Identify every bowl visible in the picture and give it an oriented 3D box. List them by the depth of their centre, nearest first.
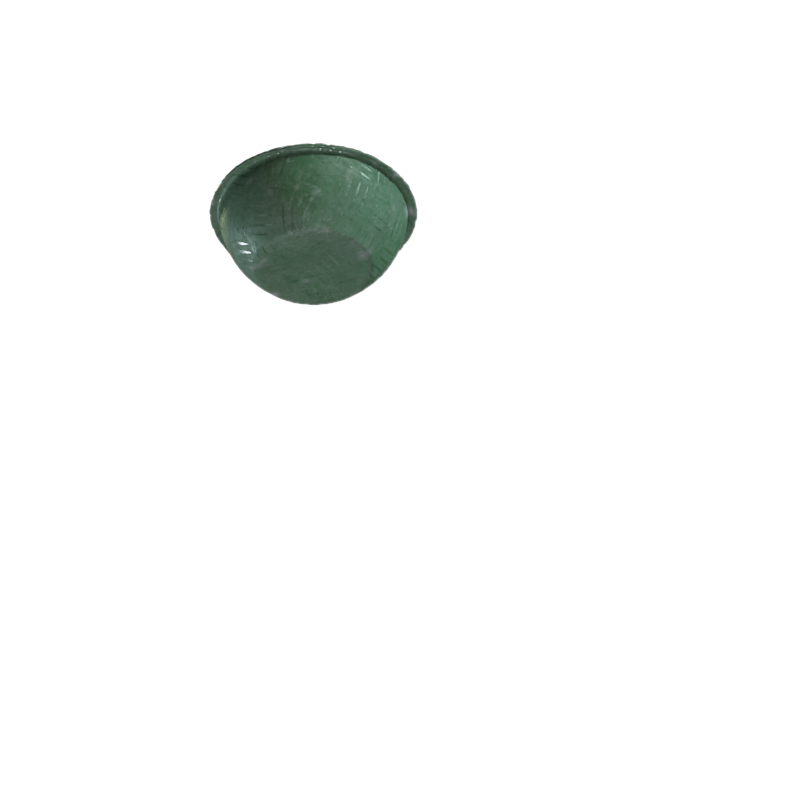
[{"bbox_3d":[-0.067,-0.121,0.851,0.162,0.059,0.151,1,-35,-2],"label":"bowl"}]
